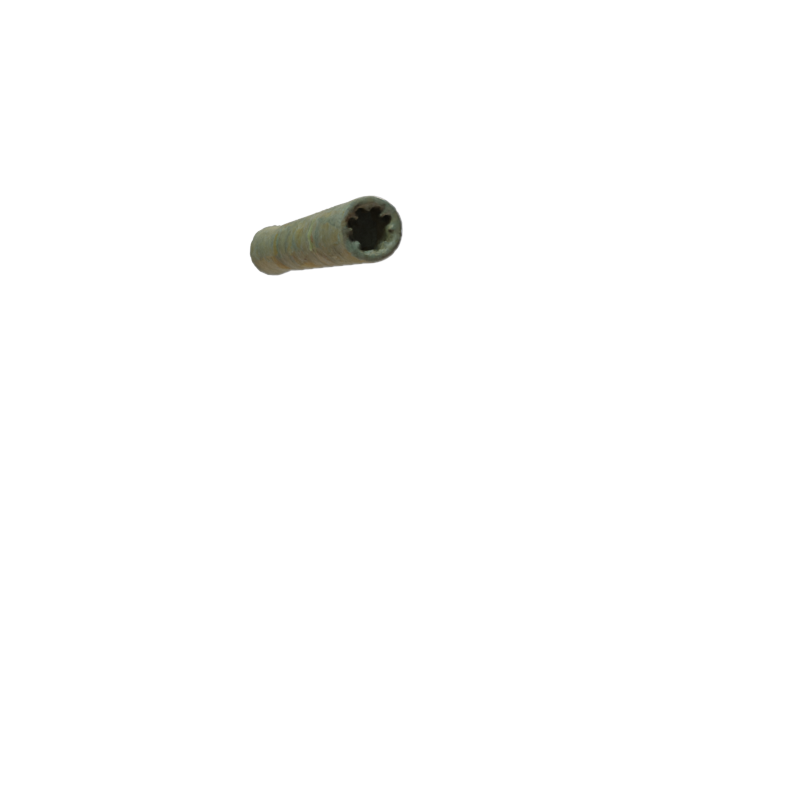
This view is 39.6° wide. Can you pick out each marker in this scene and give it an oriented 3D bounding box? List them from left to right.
[{"bbox_3d":[-0.028,-0.052,0.362,0.019,0.020,0.124,-1,5,-19],"label":"marker"}]
